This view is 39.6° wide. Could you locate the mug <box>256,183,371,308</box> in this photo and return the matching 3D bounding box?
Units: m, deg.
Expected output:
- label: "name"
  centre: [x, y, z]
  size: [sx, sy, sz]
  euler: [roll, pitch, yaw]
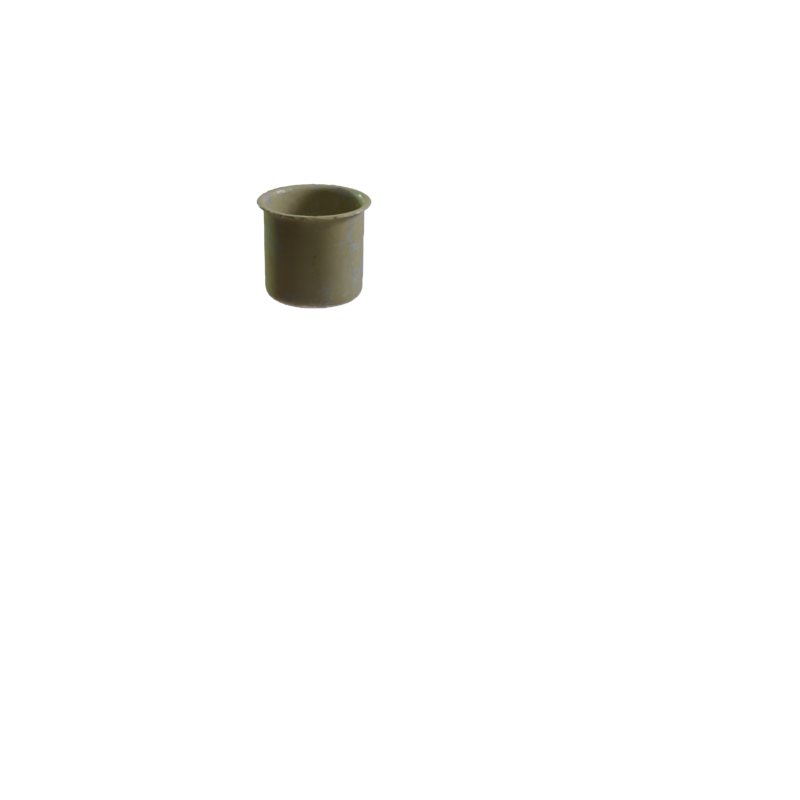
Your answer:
- label: "mug"
  centre: [-0.072, -0.132, 0.924]
  size: [0.093, 0.078, 0.124]
  euler: [-2, 25, -5]
